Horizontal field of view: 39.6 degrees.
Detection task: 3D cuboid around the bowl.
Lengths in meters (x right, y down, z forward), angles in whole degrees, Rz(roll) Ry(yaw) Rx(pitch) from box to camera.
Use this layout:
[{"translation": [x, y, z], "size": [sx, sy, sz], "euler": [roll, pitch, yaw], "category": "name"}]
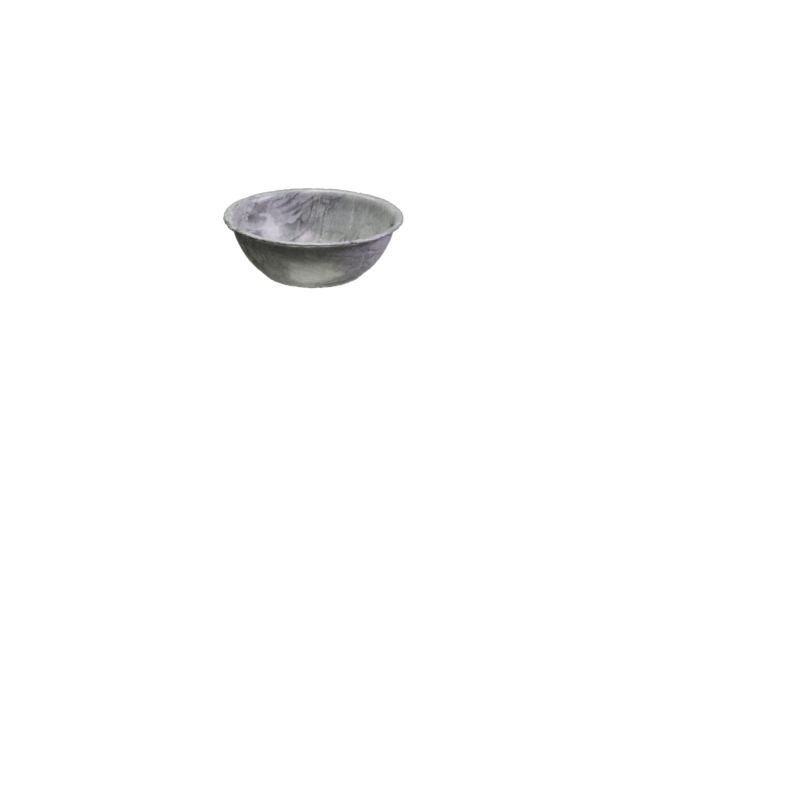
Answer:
[{"translation": [-0.078, -0.143, 0.999], "size": [0.162, 0.052, 0.171], "euler": [-1, 26, -2], "category": "bowl"}]
